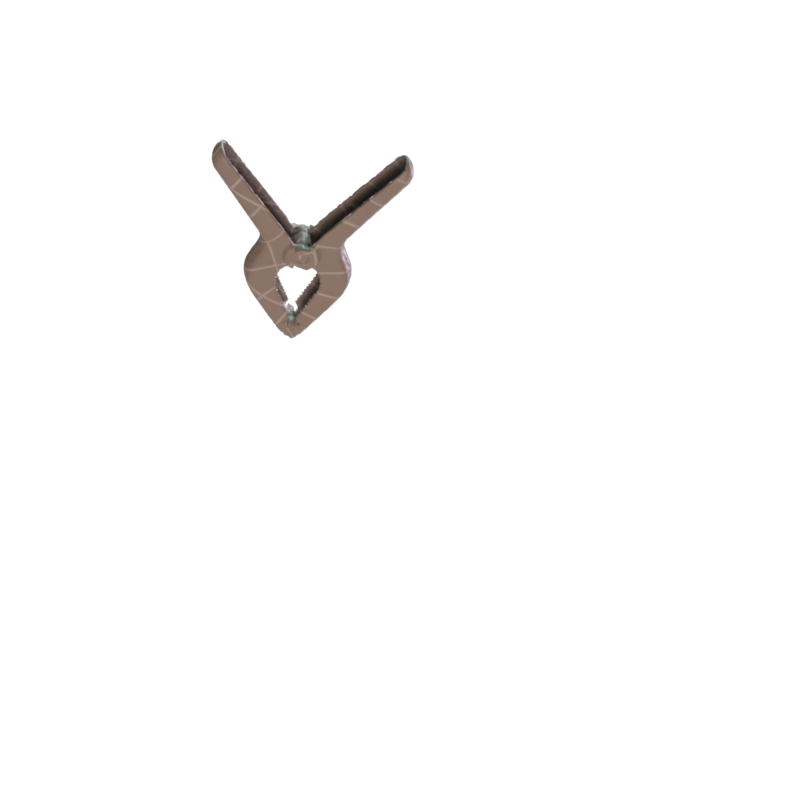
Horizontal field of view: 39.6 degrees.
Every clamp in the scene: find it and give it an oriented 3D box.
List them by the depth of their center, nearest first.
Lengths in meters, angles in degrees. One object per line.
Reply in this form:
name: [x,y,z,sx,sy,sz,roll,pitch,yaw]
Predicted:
clamp: [-0.075,-0.137,0.957,0.164,0.196,0.039,1,44,-1]
